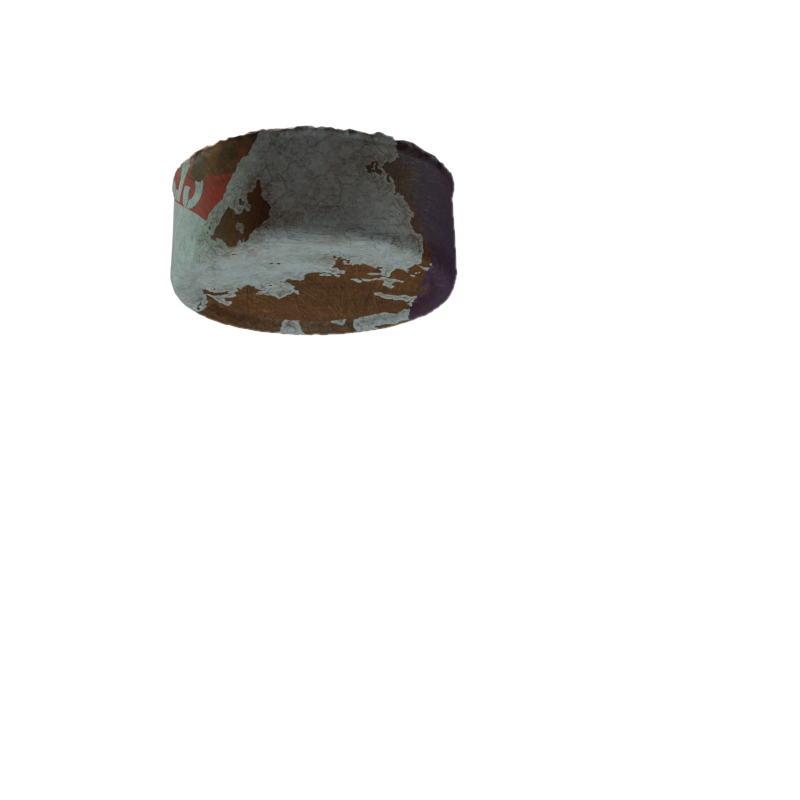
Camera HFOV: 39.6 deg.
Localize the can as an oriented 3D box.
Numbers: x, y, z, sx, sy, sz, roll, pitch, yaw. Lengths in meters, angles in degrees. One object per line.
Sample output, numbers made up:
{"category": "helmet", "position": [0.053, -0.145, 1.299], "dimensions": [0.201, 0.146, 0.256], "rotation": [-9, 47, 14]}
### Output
{"category": "can", "position": [-0.026, -0.047, 0.332], "dimensions": [0.086, 0.035, 0.082], "rotation": [0, -16, -2]}
